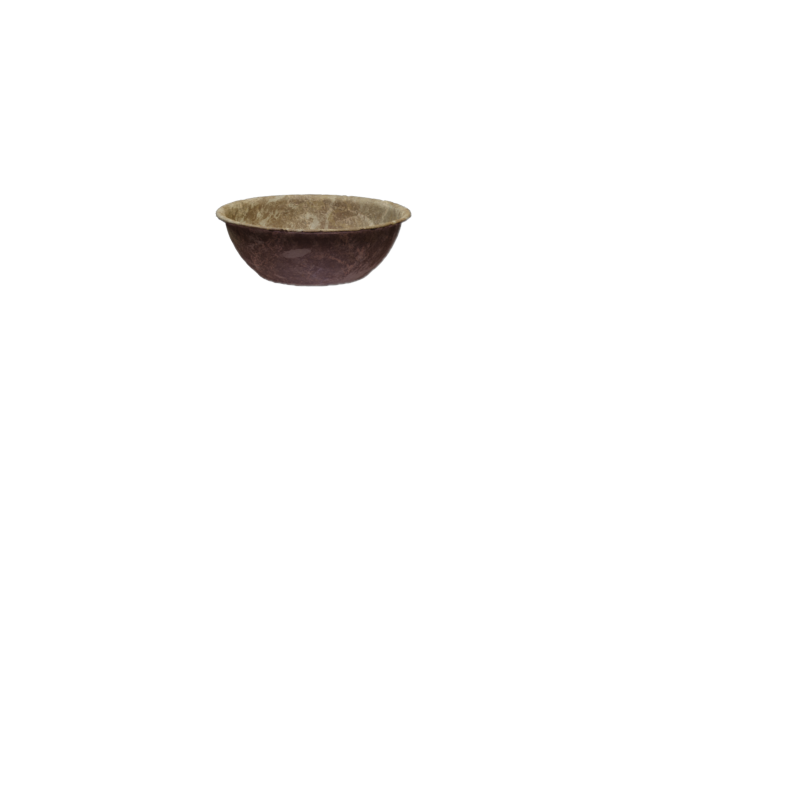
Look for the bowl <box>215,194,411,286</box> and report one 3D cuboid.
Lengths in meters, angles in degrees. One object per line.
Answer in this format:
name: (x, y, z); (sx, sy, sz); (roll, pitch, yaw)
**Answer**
bowl: (-0.072, -0.131, 0.919); (0.162, 0.053, 0.168); (-1, 19, -2)
